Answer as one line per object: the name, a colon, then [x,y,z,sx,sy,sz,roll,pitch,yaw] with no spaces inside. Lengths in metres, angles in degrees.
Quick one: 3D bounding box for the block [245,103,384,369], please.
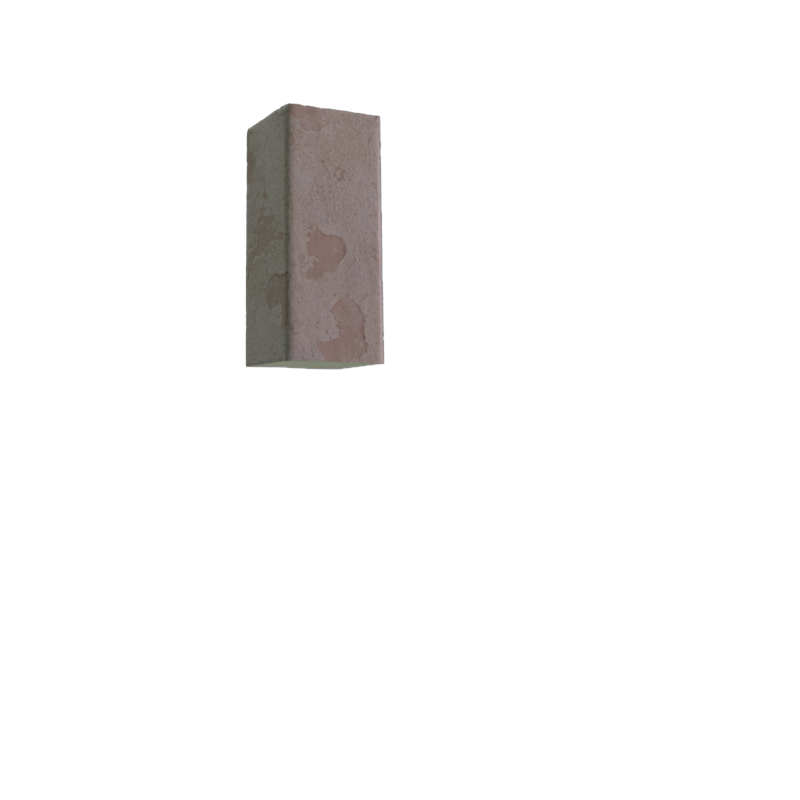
block: [-0.073,-0.132,0.926,0.087,0.211,0.092,4,-10,-27]
